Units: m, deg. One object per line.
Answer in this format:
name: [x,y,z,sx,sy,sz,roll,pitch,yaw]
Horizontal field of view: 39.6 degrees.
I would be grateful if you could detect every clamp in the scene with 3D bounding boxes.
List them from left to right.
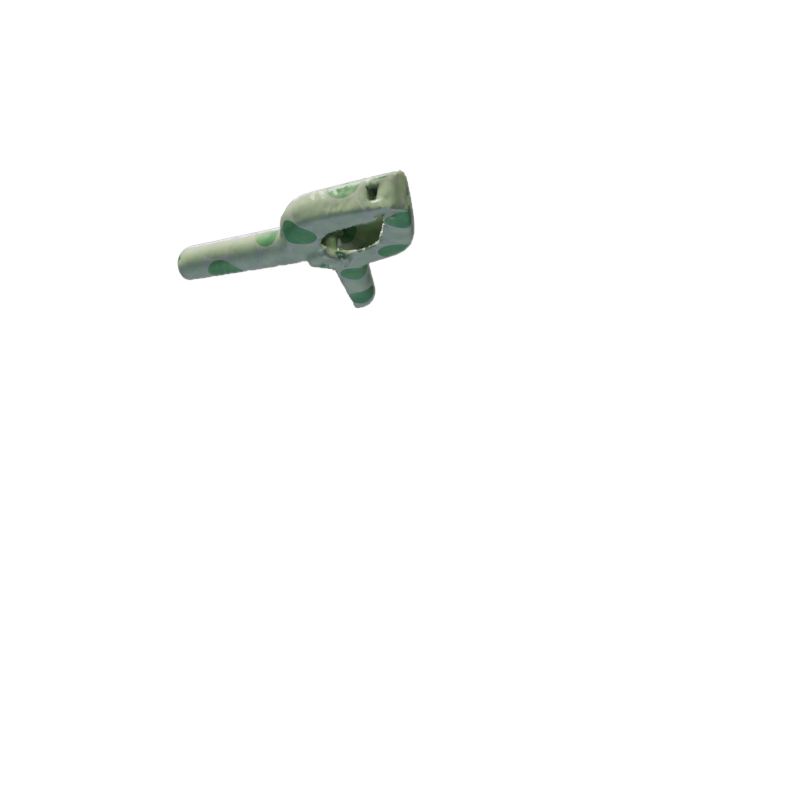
clamp: [-0.062,-0.113,0.794,0.160,0.038,0.207,5,-15,-21]
